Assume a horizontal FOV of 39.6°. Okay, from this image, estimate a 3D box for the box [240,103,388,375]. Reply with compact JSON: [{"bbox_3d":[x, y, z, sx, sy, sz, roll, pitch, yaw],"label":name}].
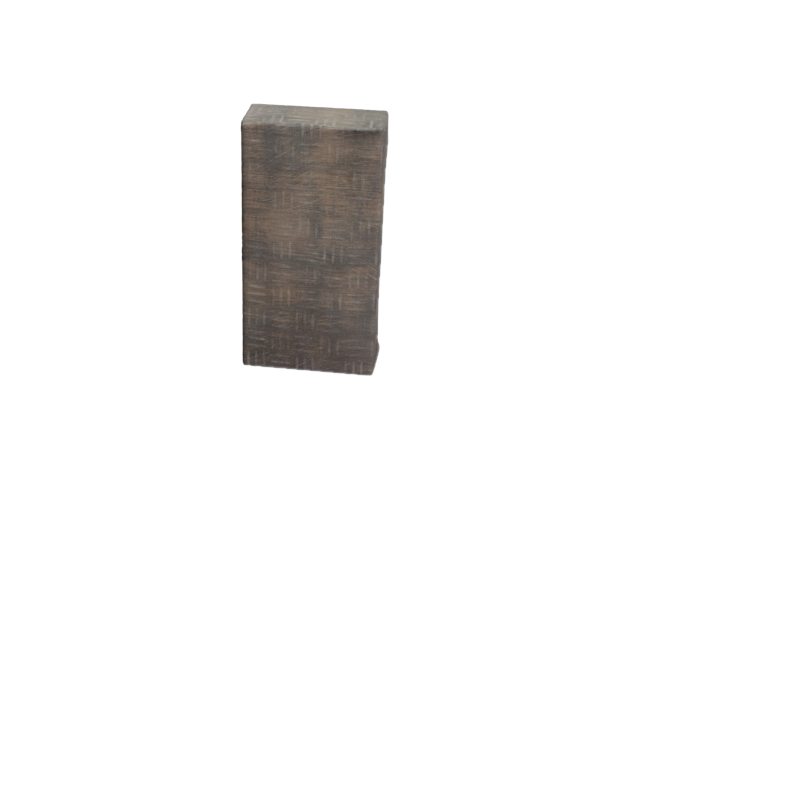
[{"bbox_3d":[-0.058,-0.105,0.735,0.094,0.166,0.050,5,28,5],"label":"box"}]
